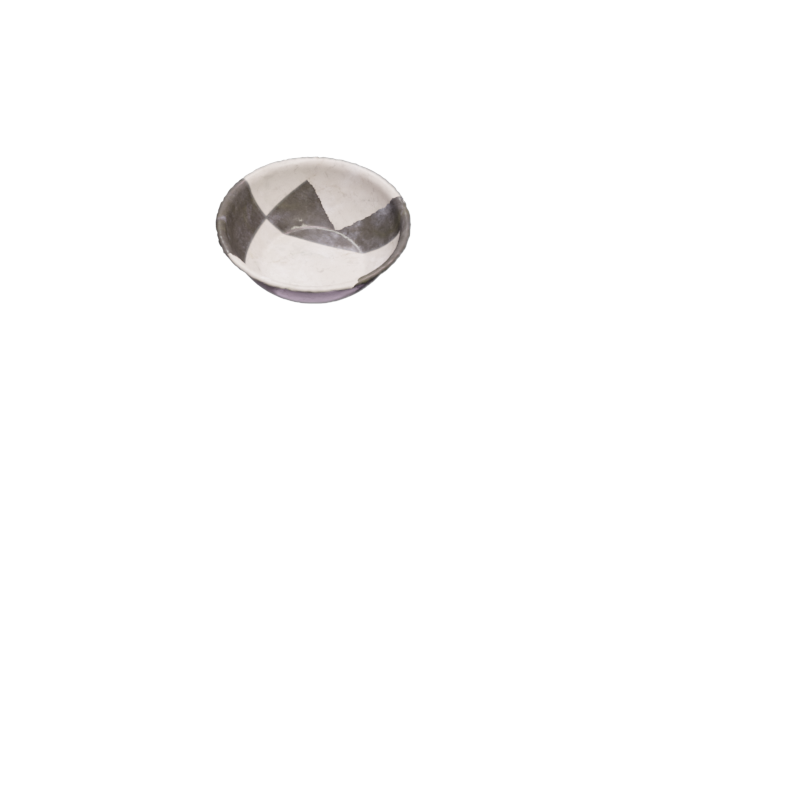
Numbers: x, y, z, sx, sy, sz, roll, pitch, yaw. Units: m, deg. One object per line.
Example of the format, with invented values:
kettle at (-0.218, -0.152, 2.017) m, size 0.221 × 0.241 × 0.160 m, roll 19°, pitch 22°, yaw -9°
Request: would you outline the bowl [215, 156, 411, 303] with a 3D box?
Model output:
bowl at (-0.073, -0.134, 0.936) m, size 0.162 × 0.174 × 0.051 m, roll -1°, pitch -41°, yaw -1°
